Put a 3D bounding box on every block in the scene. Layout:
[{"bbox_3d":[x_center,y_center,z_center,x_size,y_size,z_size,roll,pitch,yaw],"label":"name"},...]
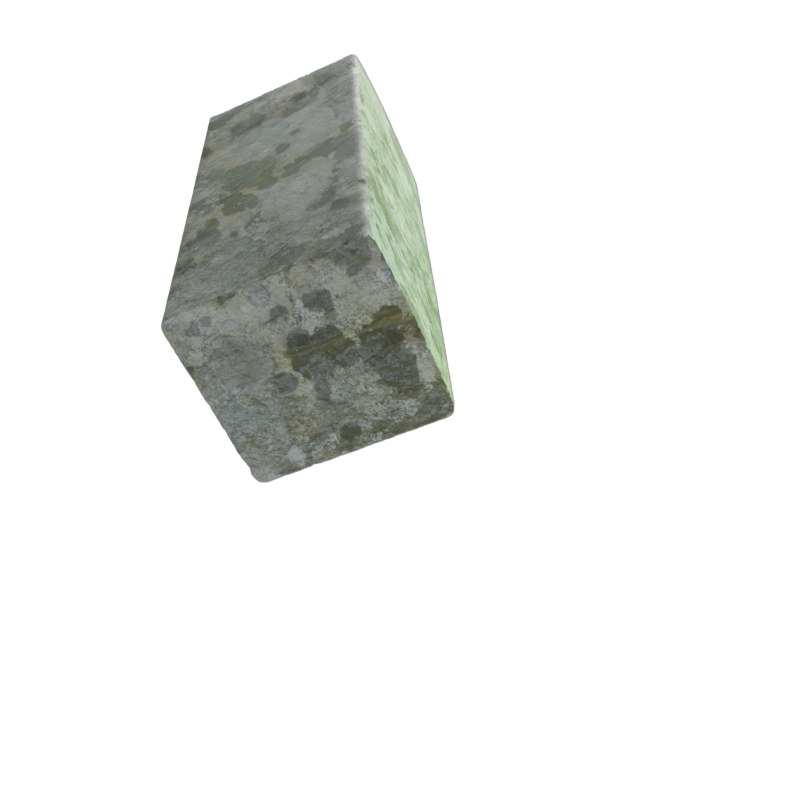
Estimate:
[{"bbox_3d":[-0.040,-0.073,0.517,0.091,0.084,0.220,-21,32,10],"label":"block"}]
